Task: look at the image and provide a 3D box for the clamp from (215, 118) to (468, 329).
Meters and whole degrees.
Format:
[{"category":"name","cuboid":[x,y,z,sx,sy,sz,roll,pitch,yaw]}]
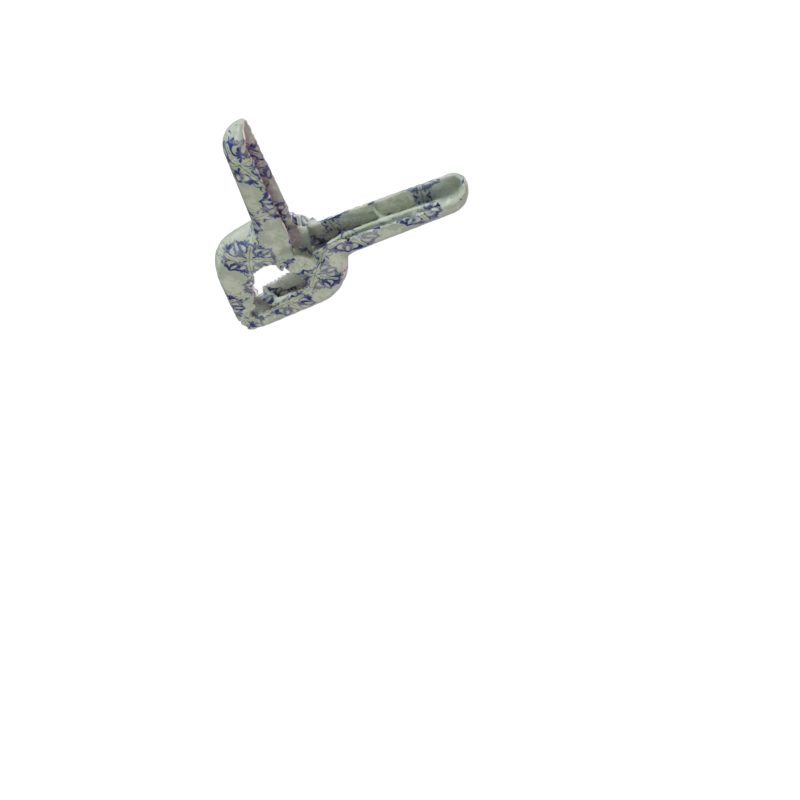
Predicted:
[{"category":"clamp","cuboid":[-0.060,-0.109,0.761,0.161,0.039,0.202,9,-31,-16]}]
